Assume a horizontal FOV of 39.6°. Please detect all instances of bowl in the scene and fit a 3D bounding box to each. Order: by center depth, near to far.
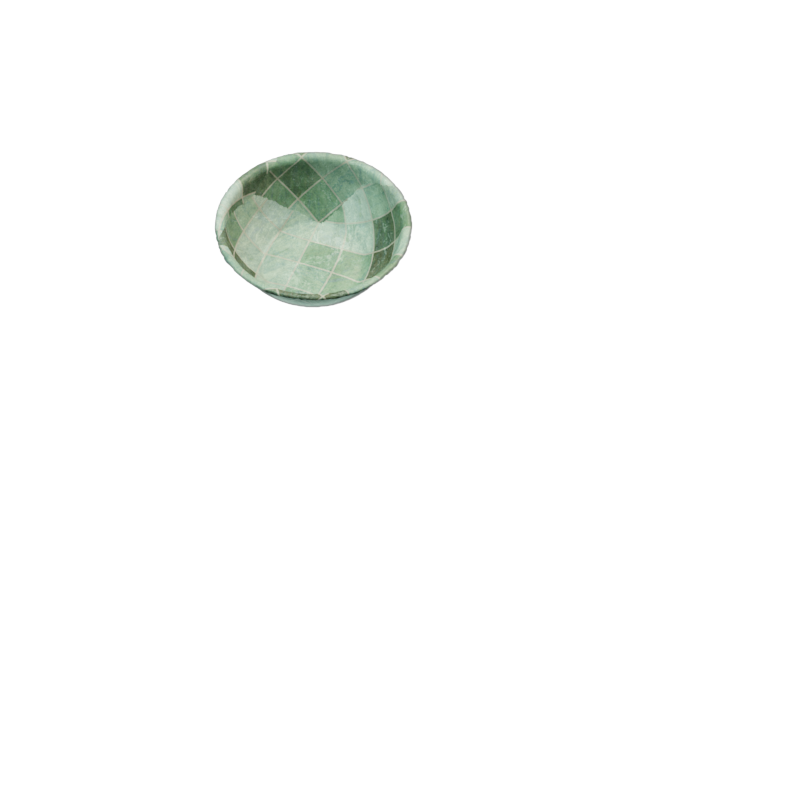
[{"bbox_3d":[-0.073,-0.133,0.928,0.162,0.174,0.051,-1,-37,-1],"label":"bowl"}]
